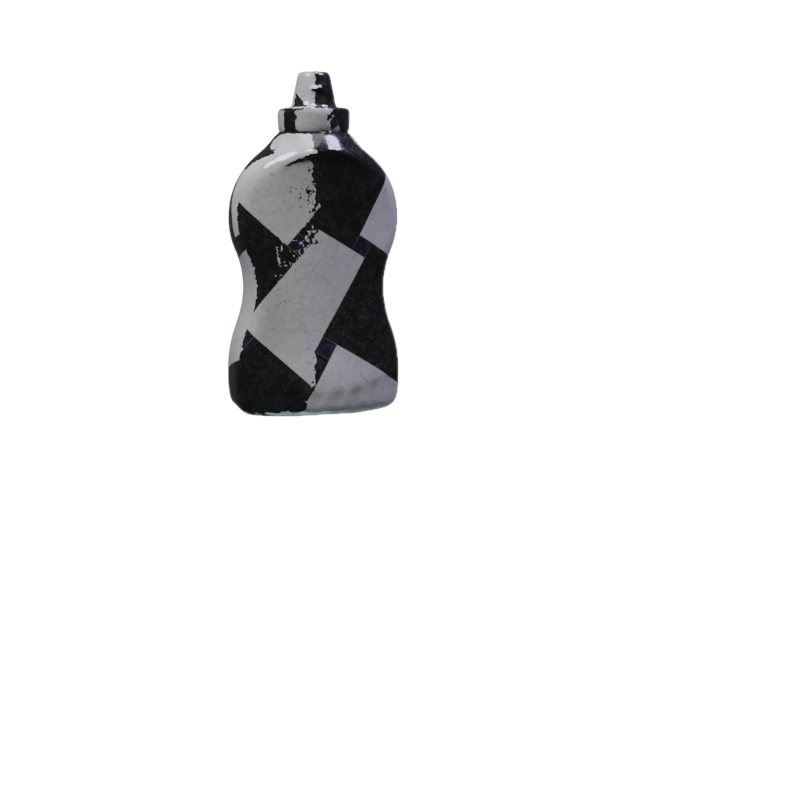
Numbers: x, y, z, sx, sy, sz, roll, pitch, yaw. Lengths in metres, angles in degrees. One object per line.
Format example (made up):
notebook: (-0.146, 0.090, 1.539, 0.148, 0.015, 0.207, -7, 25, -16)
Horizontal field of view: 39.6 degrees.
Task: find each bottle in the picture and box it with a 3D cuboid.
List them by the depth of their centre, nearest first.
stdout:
bottle: (-0.049, -0.090, 0.633, 0.094, 0.190, 0.060, -1, 4, -15)
